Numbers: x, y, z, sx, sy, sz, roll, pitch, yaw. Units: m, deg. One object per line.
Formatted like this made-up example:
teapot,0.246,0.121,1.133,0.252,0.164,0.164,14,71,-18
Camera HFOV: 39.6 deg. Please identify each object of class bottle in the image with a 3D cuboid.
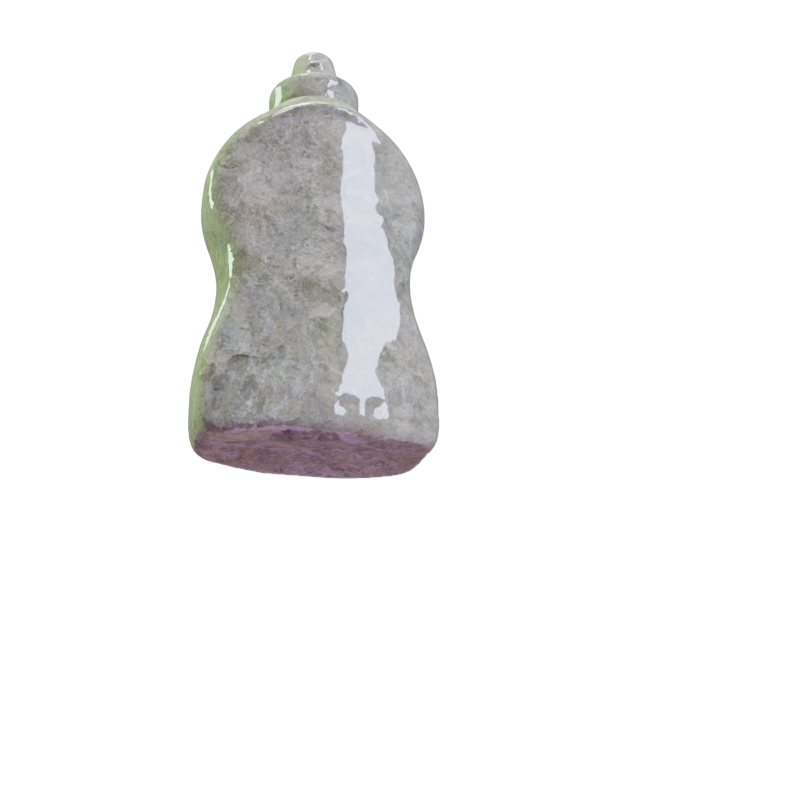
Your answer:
bottle,-0.037,-0.068,0.472,0.094,0.204,0.056,4,-28,-12
